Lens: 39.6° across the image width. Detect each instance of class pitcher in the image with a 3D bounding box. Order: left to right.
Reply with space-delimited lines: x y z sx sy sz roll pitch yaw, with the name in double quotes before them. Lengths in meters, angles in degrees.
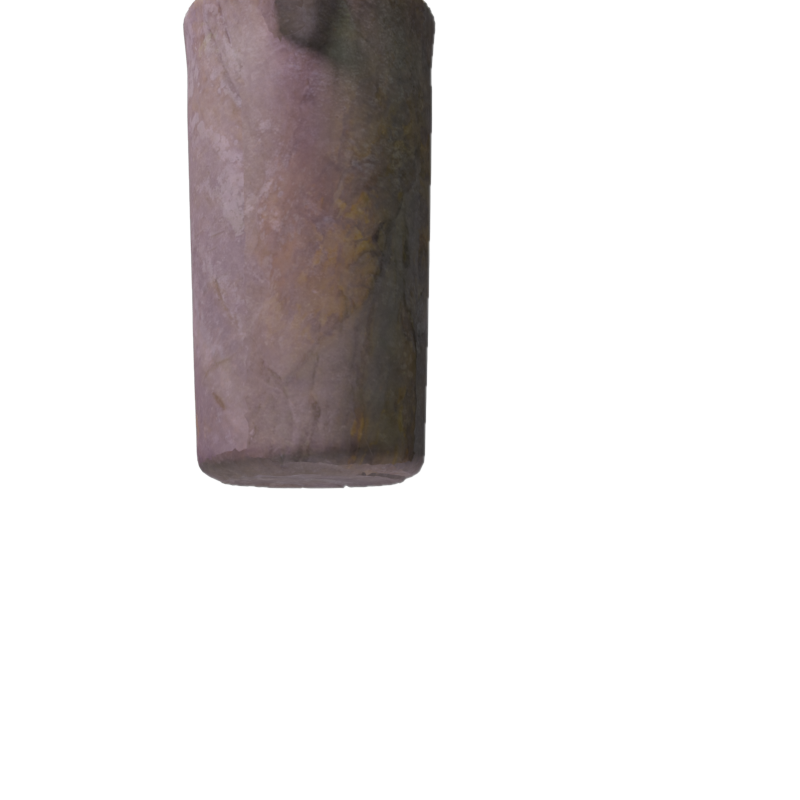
"pitcher" -0.044 -0.081 0.567 0.141 0.252 0.147 12 -19 -42
